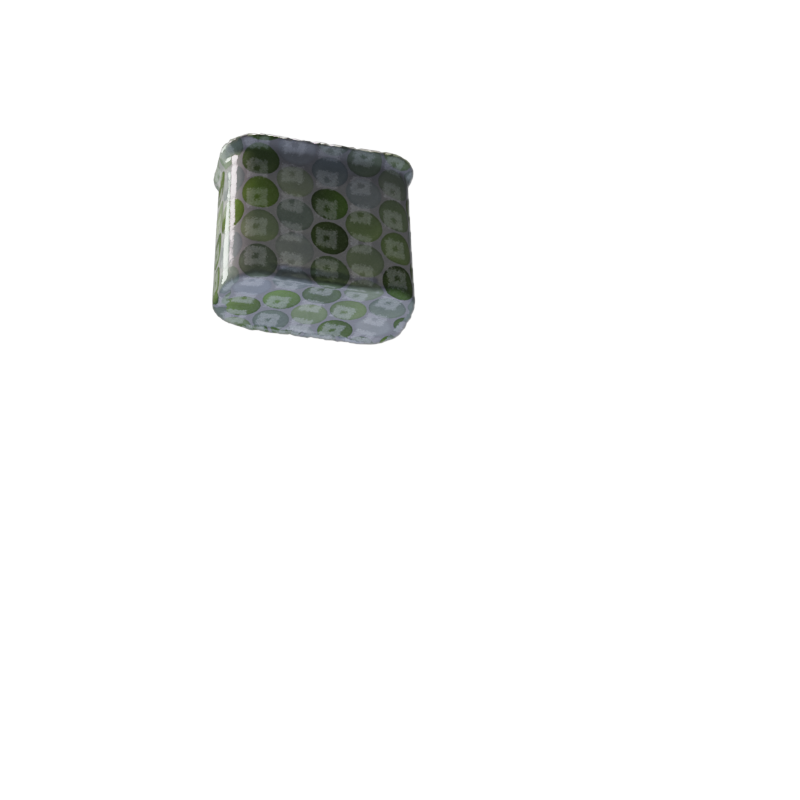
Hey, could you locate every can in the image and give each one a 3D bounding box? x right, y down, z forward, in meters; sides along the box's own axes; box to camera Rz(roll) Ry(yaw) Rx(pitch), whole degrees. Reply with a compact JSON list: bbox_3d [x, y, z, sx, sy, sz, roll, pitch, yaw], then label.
[{"bbox_3d":[-0.044,-0.080,0.557,0.100,0.089,0.055,7,-32,-13],"label":"can"}]
